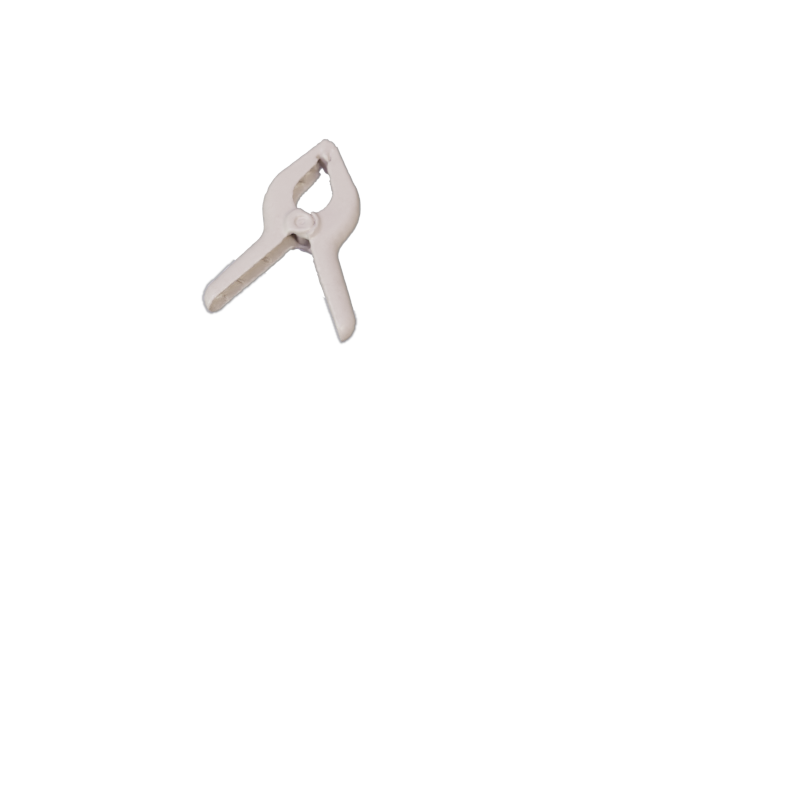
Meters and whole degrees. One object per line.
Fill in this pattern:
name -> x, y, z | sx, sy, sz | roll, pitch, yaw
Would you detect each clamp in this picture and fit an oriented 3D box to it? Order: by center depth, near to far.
clamp -> -0.069, -0.126, 0.880 | 0.122, 0.177, 0.037 | 21, -20, 8
